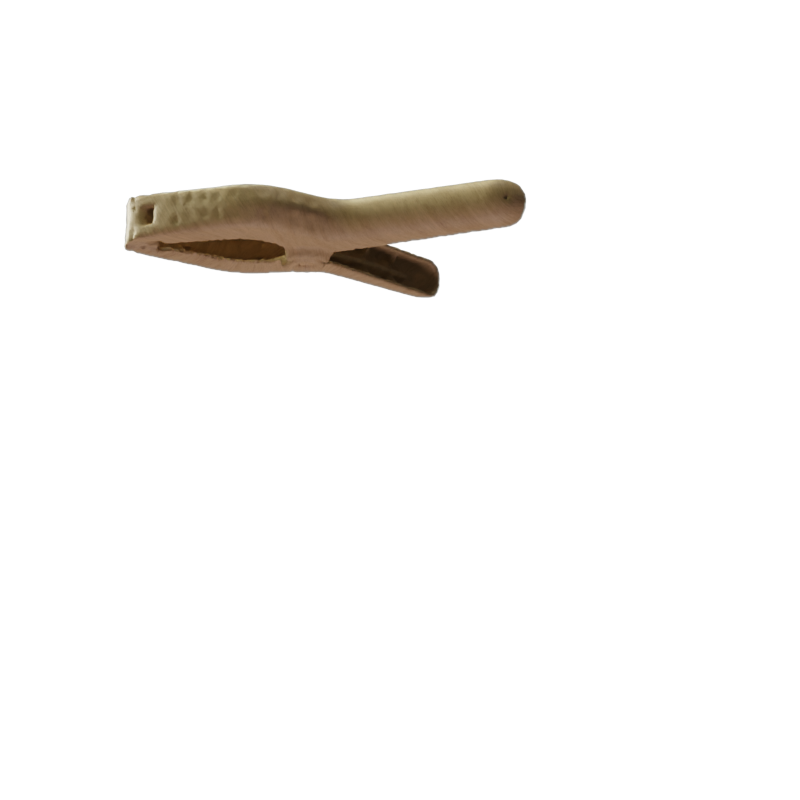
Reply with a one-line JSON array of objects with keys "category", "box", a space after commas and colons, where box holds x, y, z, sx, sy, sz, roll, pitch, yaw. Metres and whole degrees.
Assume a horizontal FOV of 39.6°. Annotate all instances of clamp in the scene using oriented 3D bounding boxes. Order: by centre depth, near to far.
[{"category": "clamp", "box": [-0.050, -0.091, 0.636, 0.209, 0.038, 0.160, 1, -12, -5]}]
